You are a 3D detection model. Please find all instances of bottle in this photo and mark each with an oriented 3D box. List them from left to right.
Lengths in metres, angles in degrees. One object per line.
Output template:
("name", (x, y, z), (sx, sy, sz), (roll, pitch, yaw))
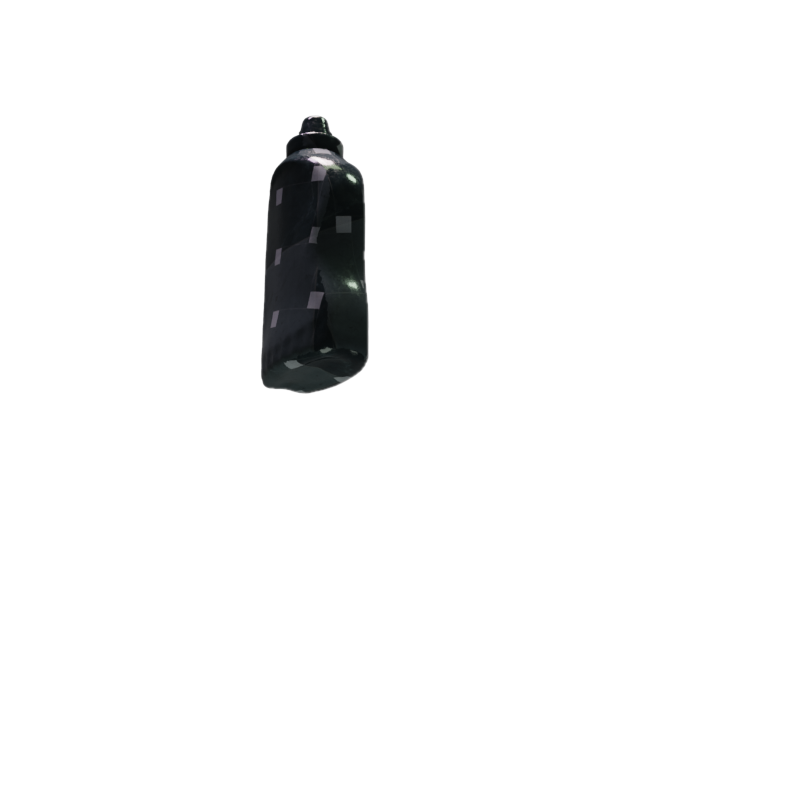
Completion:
("bottle", (-0.059, -0.108, 0.756), (0.056, 0.202, 0.095), (11, -25, -27))
